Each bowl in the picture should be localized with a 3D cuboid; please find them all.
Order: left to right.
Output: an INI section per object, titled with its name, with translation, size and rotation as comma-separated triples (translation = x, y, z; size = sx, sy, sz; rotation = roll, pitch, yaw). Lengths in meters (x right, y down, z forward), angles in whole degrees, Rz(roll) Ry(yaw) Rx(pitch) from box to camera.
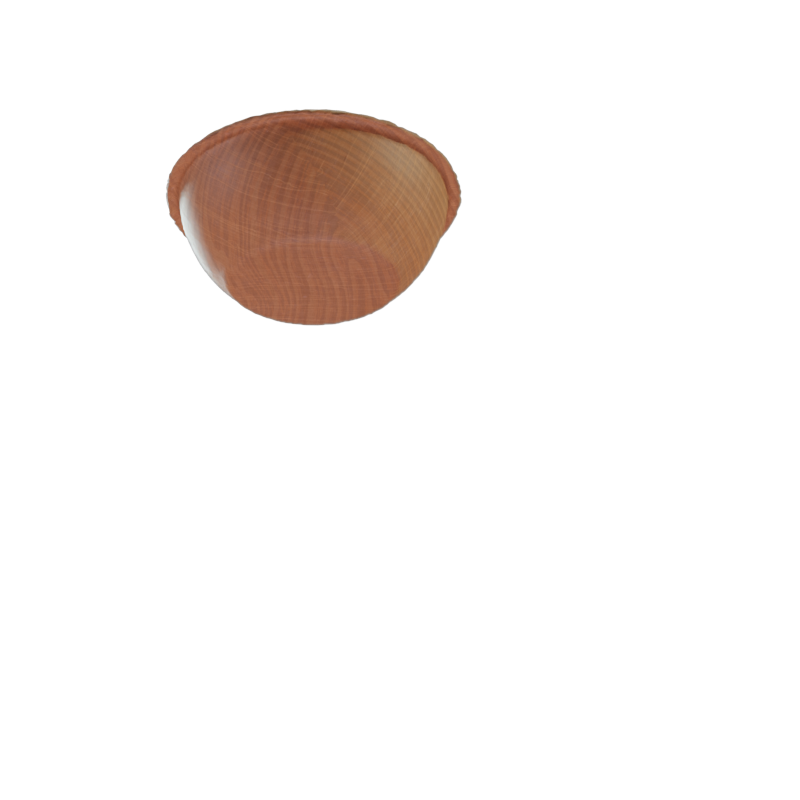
[bowl]
translation = -0.047, -0.085, 0.597
size = 0.162, 0.058, 0.153
rotation = 1, -27, -2
